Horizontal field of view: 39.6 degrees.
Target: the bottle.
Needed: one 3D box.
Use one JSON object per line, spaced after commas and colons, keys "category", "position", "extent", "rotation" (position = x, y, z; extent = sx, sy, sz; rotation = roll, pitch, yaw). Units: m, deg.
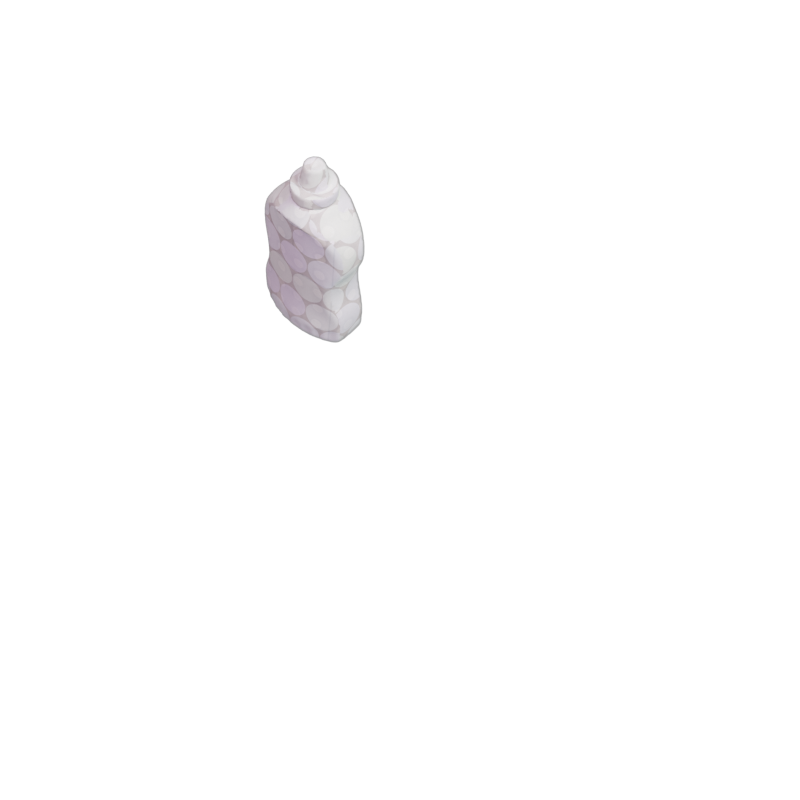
{"category": "bottle", "position": [-0.074, -0.135, 0.945], "extent": [0.059, 0.102, 0.179], "rotation": [-37, -25, -25]}
